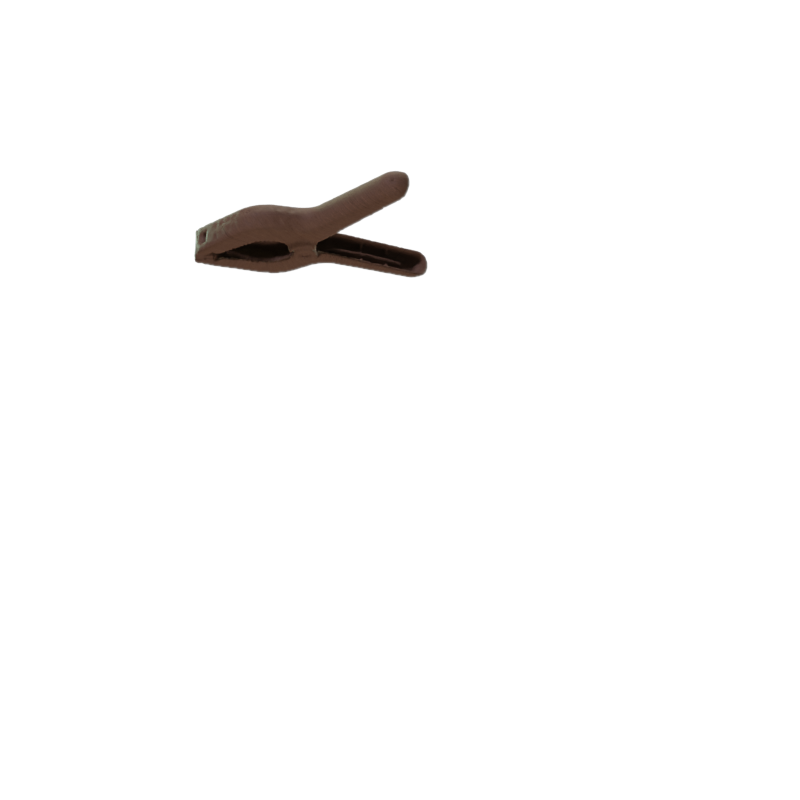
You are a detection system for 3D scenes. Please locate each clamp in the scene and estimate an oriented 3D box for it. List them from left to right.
[{"bbox_3d":[-0.077,-0.141,0.989,0.213,0.038,0.153,-6,-24,14],"label":"clamp"}]
